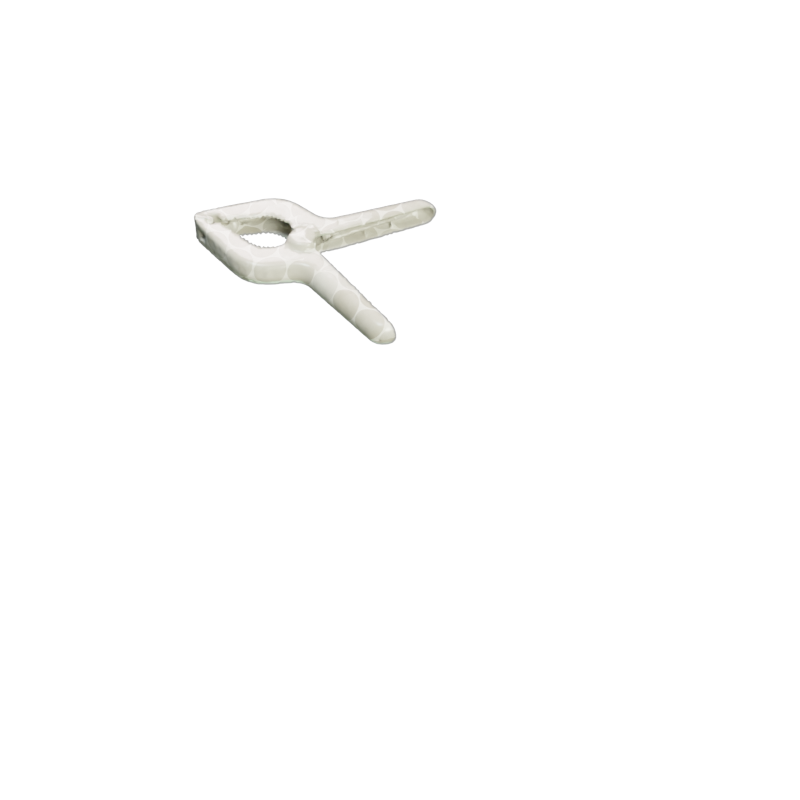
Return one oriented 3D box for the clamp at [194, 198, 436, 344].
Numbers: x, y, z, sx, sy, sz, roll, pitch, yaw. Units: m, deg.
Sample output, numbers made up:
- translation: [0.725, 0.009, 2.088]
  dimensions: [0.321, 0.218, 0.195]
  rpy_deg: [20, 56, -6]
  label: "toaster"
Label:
- translation: [-0.076, -0.139, 0.974]
  dimensions: [0.216, 0.171, 0.034]
  rpy_deg: [17, -40, 15]
  label: "clamp"
